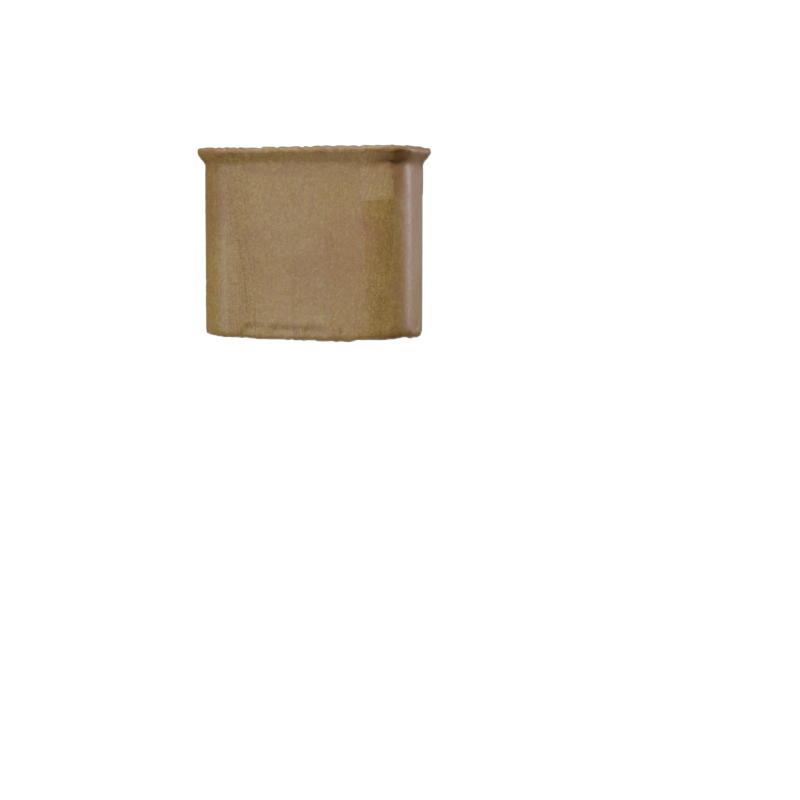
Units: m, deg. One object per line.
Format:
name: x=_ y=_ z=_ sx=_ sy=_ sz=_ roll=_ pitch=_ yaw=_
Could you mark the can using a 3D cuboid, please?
can: x=-0.039 y=-0.071 z=0.497 sx=0.105 sy=0.083 sz=0.056 roll=2 pitch=5 yaw=20
